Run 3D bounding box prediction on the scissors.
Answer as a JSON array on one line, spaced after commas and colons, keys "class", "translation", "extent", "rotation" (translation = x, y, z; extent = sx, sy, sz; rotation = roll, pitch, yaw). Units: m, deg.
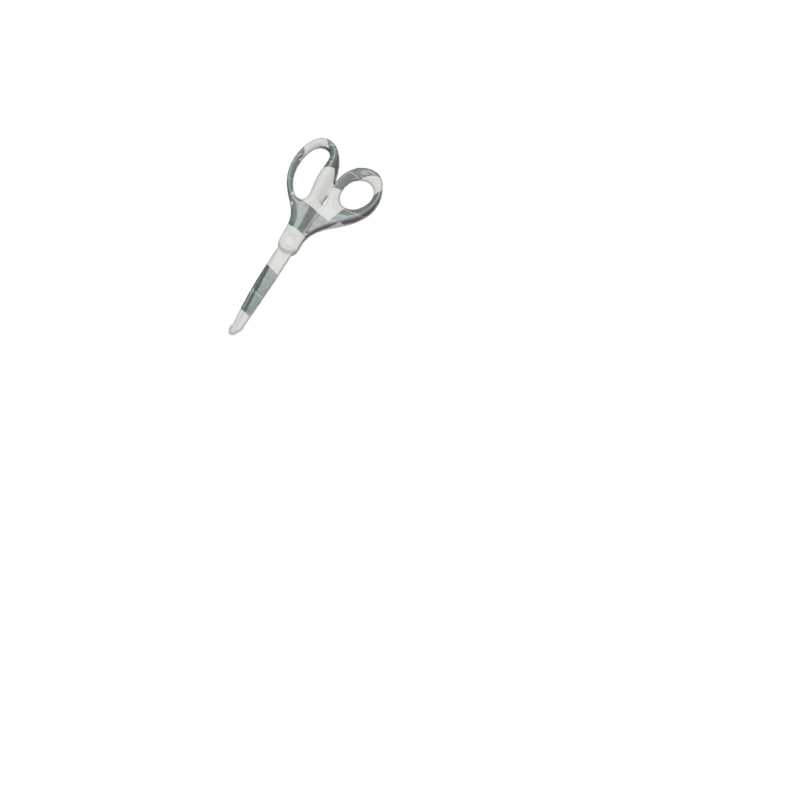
[{"class": "scissors", "translation": [-0.076, -0.139, 0.972], "extent": [0.097, 0.211, 0.015], "rotation": [11, -23, 5]}]
